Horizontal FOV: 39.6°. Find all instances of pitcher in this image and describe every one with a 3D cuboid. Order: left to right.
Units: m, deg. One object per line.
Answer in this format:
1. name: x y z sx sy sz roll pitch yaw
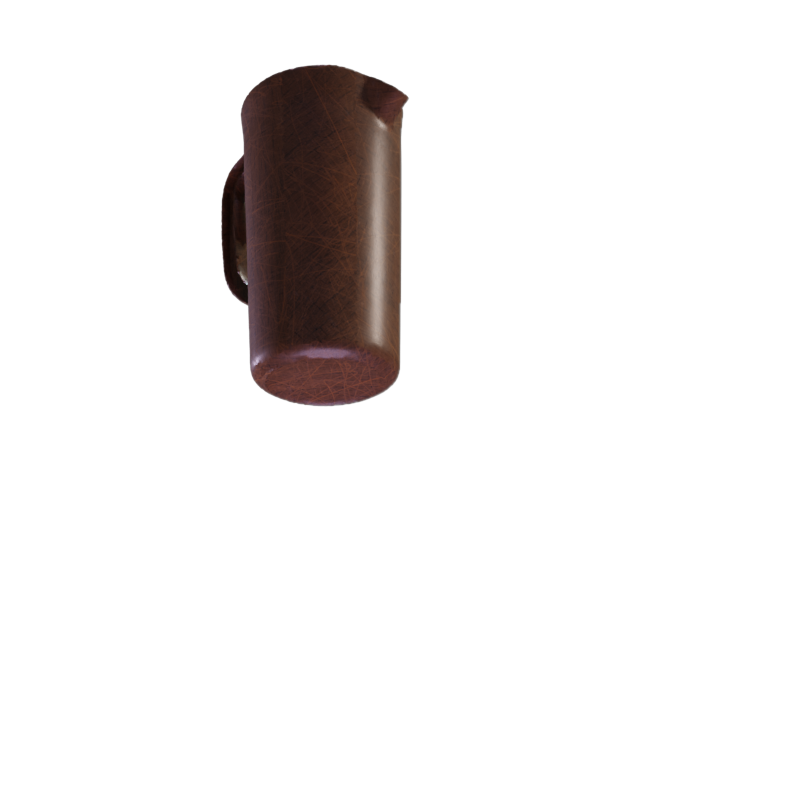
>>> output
1. pitcher: -0.067 -0.122 0.857 0.144 0.258 0.142 2 -27 -7
